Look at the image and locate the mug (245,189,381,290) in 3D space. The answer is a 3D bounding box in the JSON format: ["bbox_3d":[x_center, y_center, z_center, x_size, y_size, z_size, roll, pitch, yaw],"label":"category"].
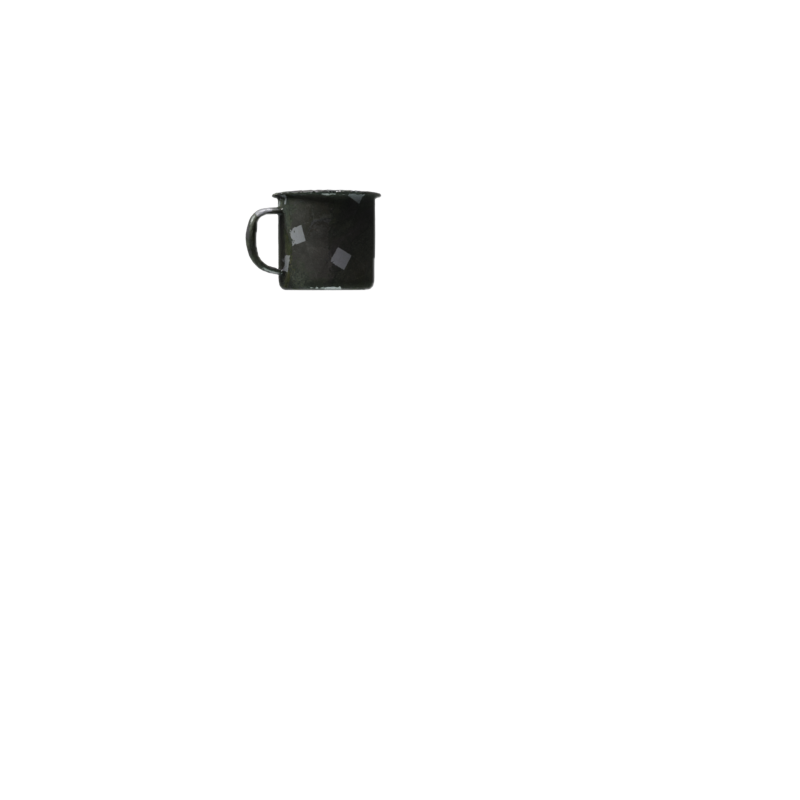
[{"bbox_3d":[-0.073,-0.133,0.935,0.114,0.082,0.096,-1,3,-24],"label":"mug"}]
